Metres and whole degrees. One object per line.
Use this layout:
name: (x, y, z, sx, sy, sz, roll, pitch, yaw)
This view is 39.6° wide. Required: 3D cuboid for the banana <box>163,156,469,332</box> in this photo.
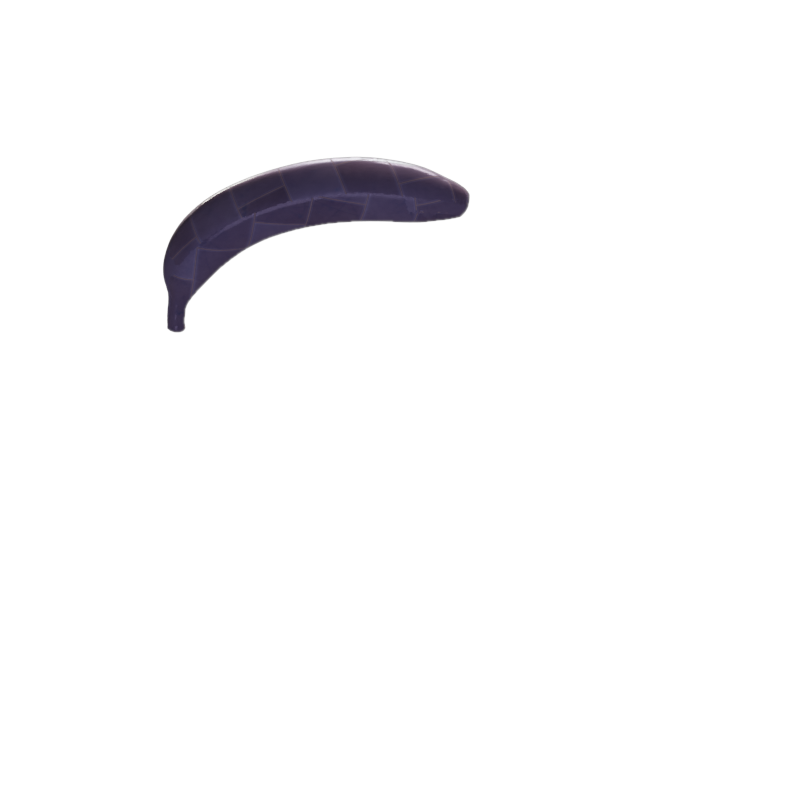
banana: (-0.062, -0.105, 0.645, 0.199, 0.065, 0.039, -20, 34, 14)
